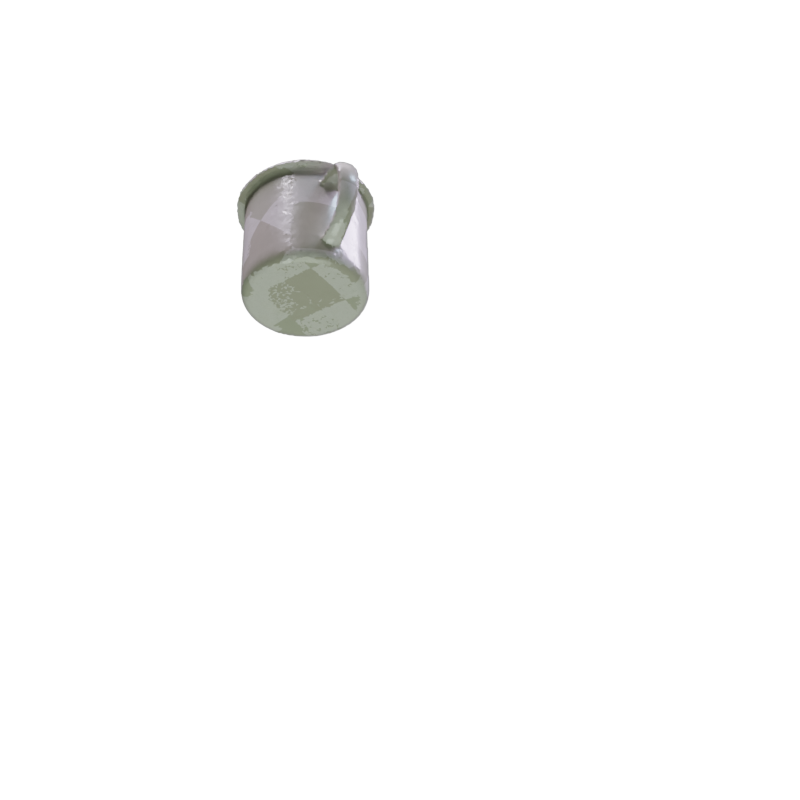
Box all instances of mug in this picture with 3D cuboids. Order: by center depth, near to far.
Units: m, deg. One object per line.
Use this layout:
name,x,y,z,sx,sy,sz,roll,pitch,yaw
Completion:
mug,-0.056,-0.102,0.715,0.090,0.087,0.113,18,-44,-22
